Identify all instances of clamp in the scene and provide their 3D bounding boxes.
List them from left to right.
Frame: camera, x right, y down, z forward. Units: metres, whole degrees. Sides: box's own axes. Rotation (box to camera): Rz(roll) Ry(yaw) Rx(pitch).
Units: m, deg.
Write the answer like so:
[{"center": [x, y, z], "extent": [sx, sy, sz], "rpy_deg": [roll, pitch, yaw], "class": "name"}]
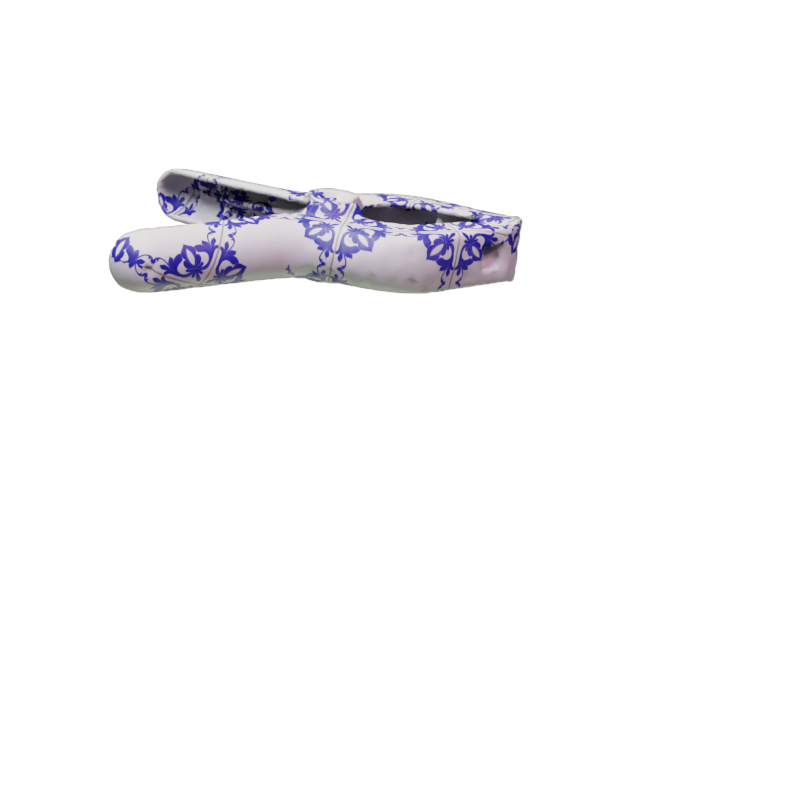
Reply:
[{"center": [-0.037, -0.067, 0.467], "extent": [0.174, 0.037, 0.125], "rpy_deg": [5, 30, 8], "class": "clamp"}]
